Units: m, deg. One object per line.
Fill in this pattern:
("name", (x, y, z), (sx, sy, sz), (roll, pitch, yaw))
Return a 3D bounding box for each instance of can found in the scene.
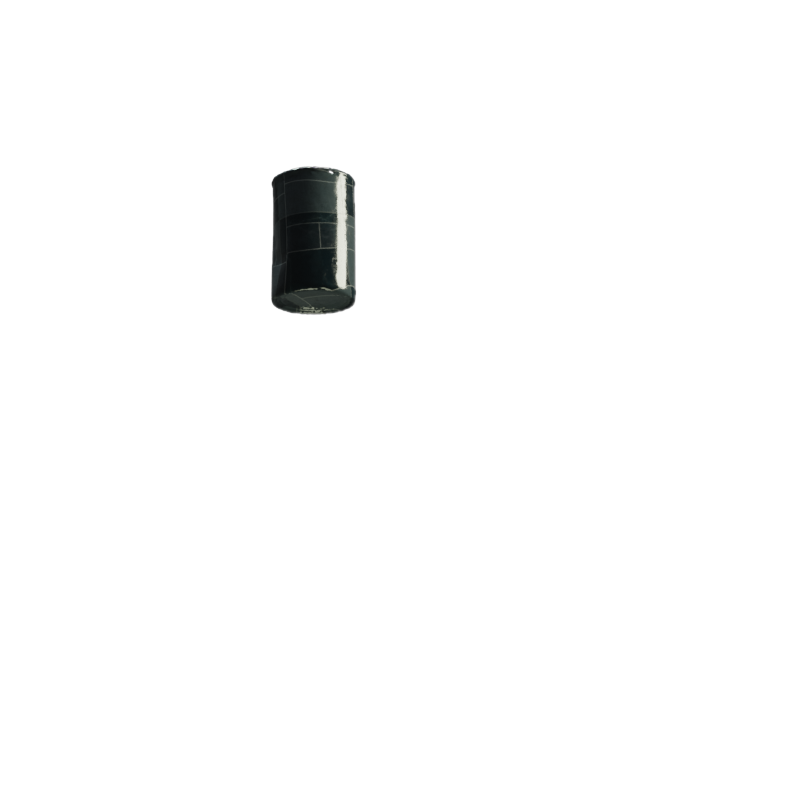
("can", (-0.069, -0.126, 0.880), (0.068, 0.107, 0.066), (0, -18, -2))
